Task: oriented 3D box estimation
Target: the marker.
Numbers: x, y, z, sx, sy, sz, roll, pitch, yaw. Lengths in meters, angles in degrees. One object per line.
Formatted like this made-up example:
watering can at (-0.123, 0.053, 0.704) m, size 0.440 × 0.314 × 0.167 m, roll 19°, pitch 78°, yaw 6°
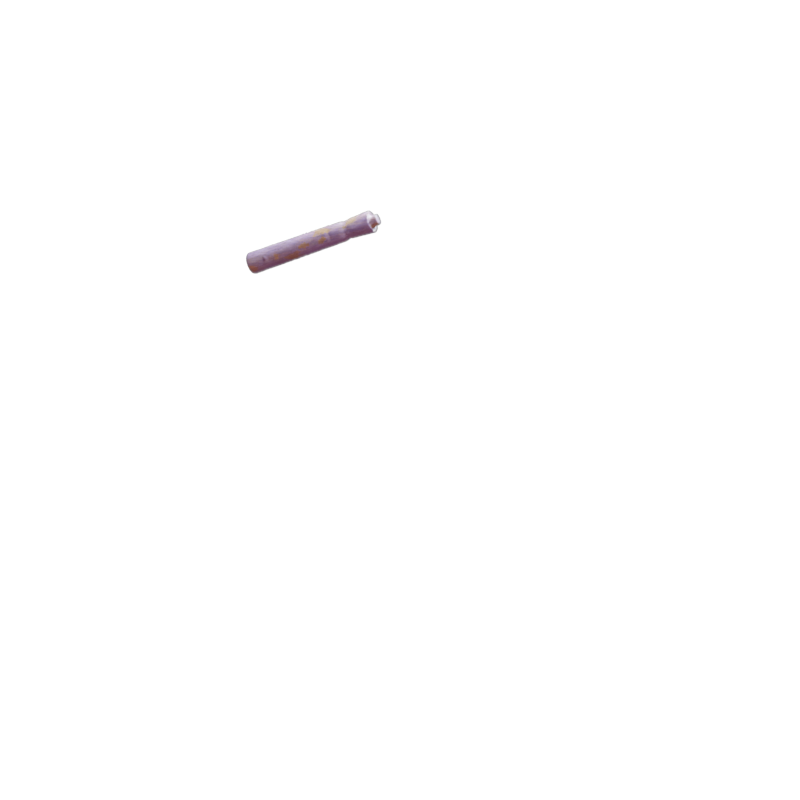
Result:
marker at (-0.071, -0.130, 0.911) m, size 0.122 × 0.020 × 0.019 m, roll -16°, pitch -3°, yaw 24°
